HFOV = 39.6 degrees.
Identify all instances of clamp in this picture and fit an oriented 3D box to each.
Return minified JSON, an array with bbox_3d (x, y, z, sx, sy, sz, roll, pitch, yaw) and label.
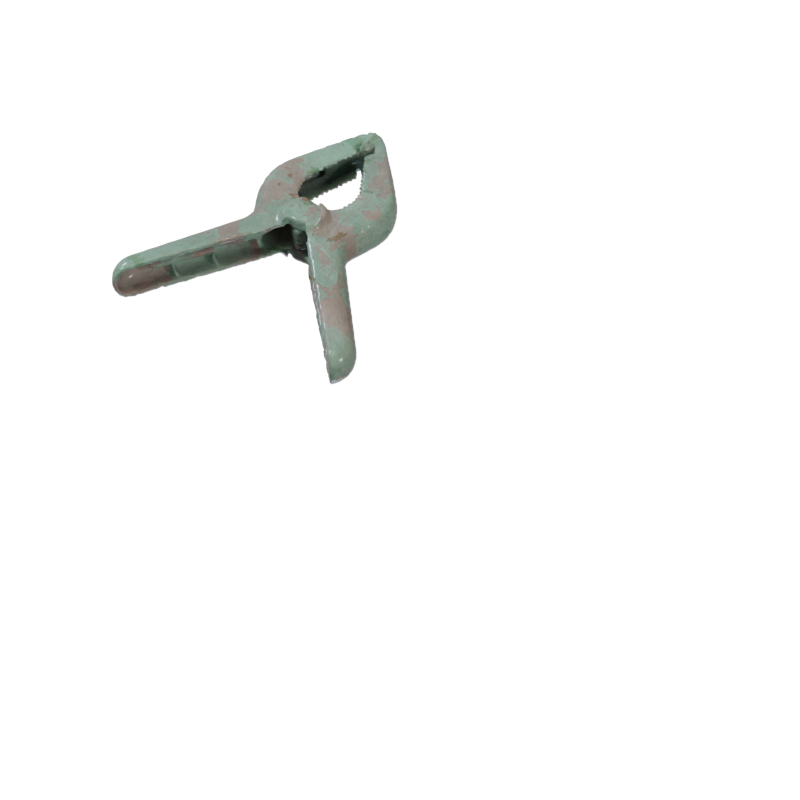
[{"bbox_3d":[-0.055,-0.101,0.707,0.173,0.034,0.214,26,51,23],"label":"clamp"}]
